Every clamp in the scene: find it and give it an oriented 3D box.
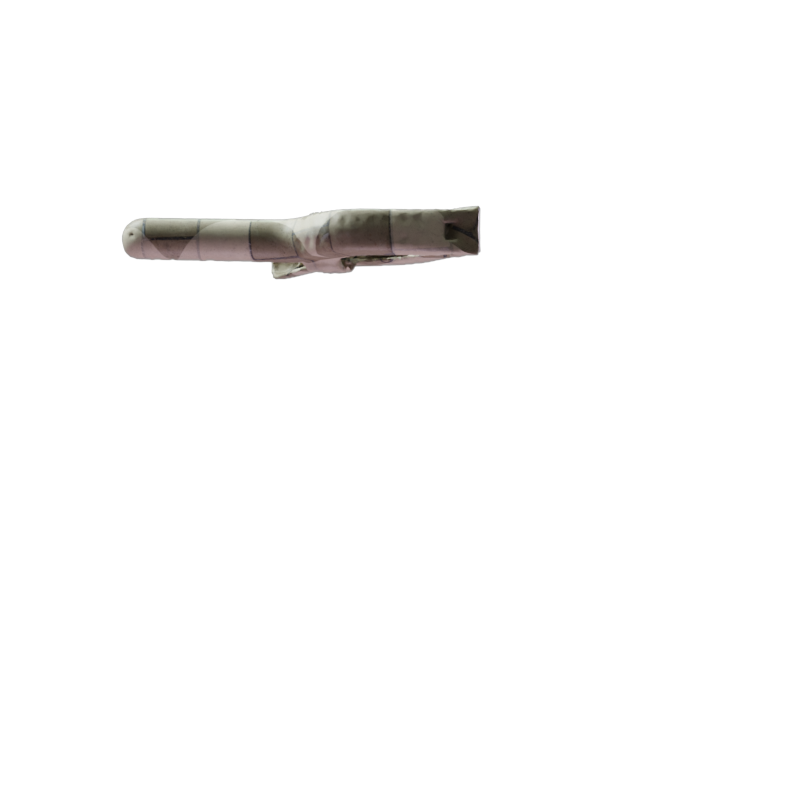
[{"bbox_3d":[-0.053,-0.097,0.676,0.217,0.037,0.158,1,2,39],"label":"clamp"}]
